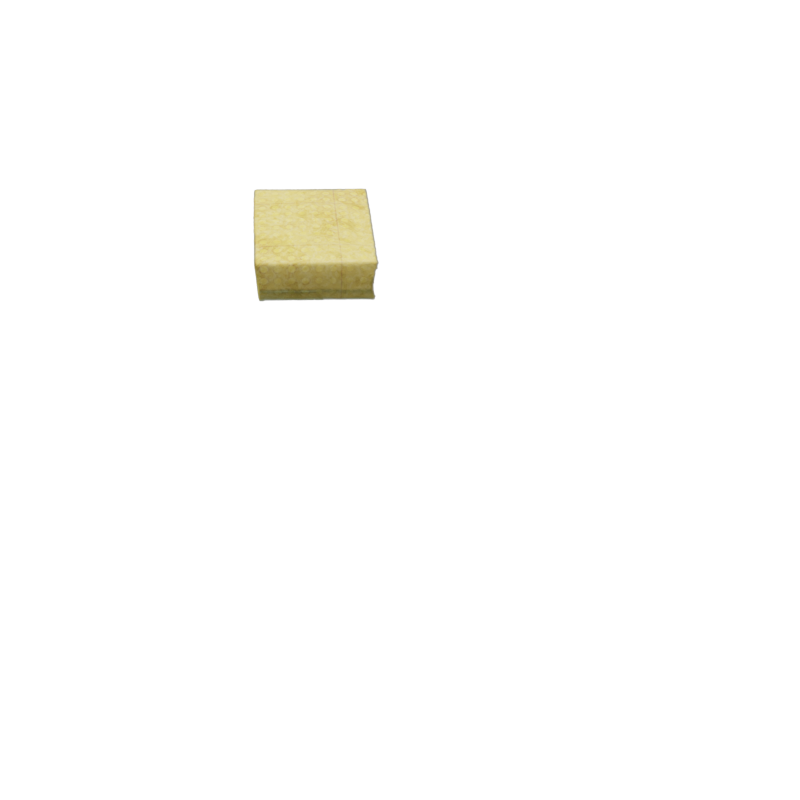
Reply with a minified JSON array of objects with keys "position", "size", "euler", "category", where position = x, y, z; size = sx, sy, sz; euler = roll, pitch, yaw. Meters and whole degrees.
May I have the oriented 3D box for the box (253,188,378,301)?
[{"position":[-0.066,-0.120,0.843],"size":[0.089,0.036,0.122],"euler":[-3,39,-4],"category":"box"}]
